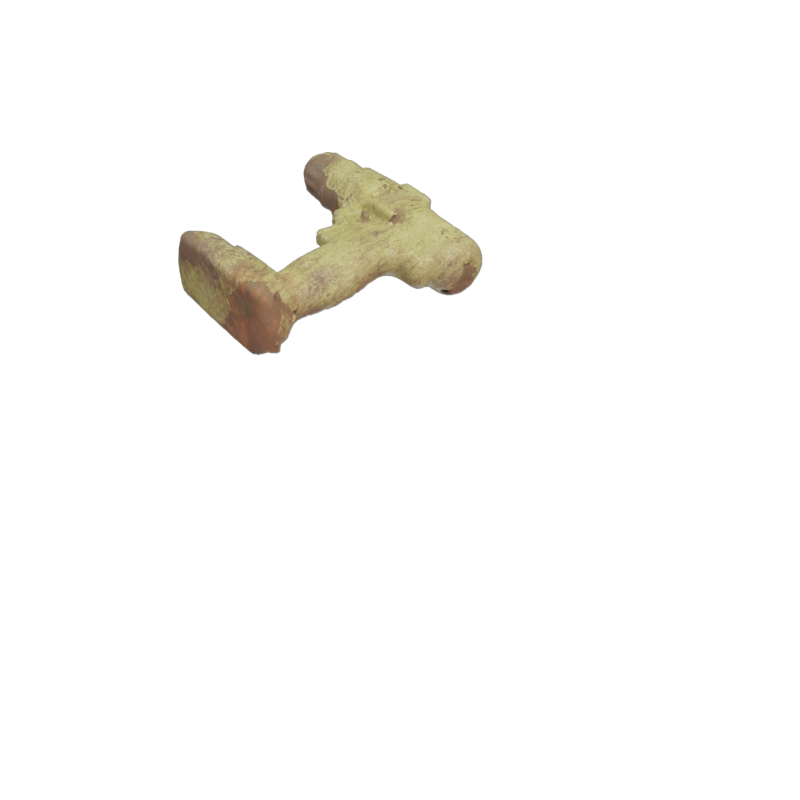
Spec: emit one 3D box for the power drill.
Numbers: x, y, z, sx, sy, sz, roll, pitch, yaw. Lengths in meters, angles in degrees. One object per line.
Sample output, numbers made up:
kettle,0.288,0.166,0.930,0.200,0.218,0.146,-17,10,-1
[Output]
power drill,-0.063,-0.115,0.805,0.186,0.054,0.198,-26,45,-30
